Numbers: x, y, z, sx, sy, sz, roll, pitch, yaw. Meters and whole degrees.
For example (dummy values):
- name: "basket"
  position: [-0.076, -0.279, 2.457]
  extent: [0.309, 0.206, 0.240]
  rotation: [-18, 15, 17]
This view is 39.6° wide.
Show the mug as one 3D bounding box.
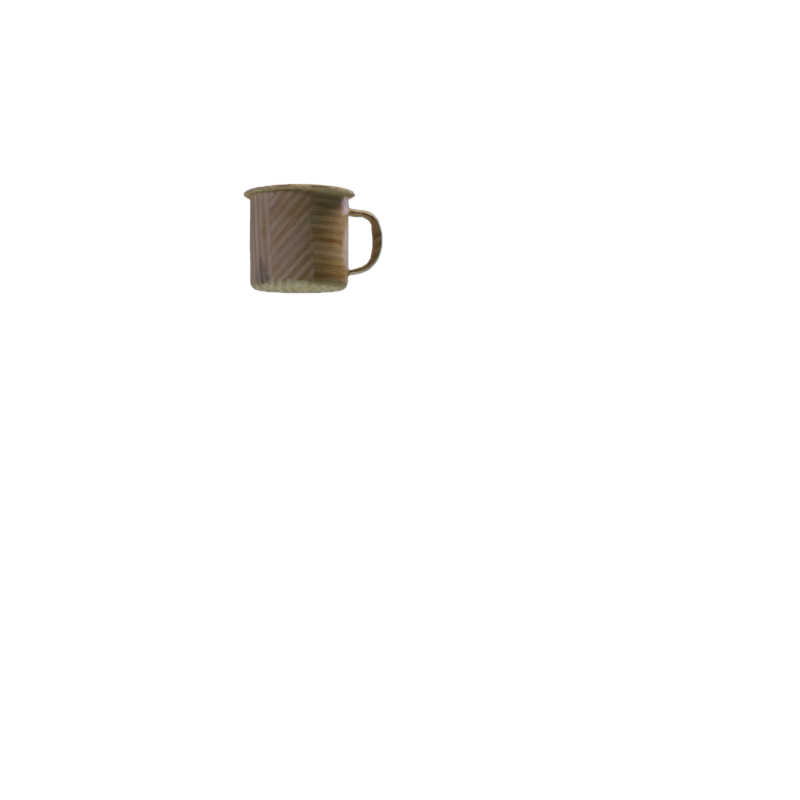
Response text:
- name: "mug"
  position: [-0.072, -0.132, 0.922]
  extent: [0.115, 0.083, 0.094]
  rotation: [0, -2, -13]
